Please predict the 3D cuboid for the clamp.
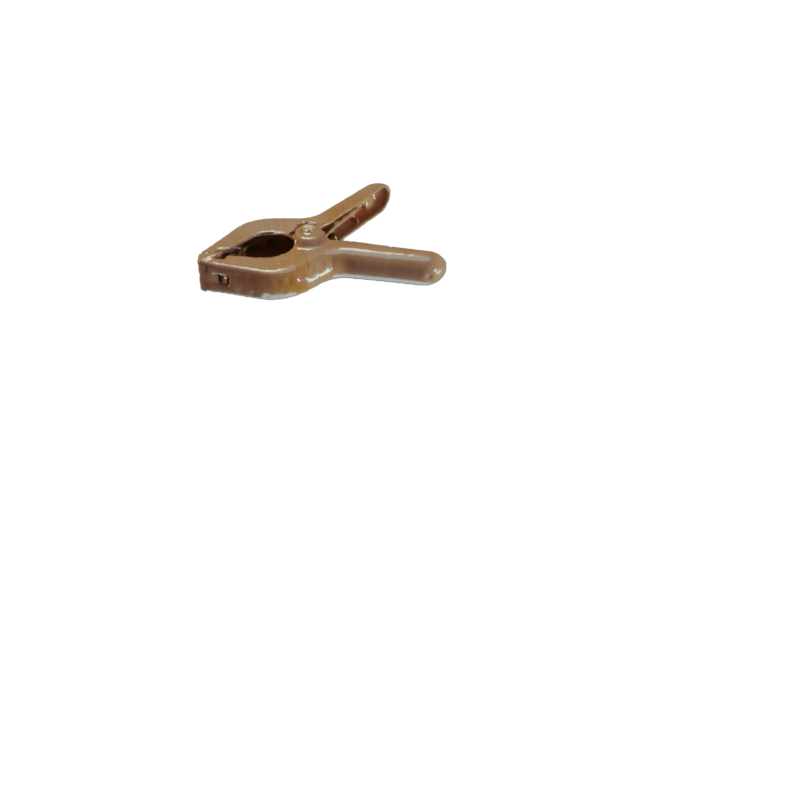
[{"bbox_3d":[-0.063,-0.115,0.805,0.170,0.037,0.129,-6,34,-9],"label":"clamp"}]
